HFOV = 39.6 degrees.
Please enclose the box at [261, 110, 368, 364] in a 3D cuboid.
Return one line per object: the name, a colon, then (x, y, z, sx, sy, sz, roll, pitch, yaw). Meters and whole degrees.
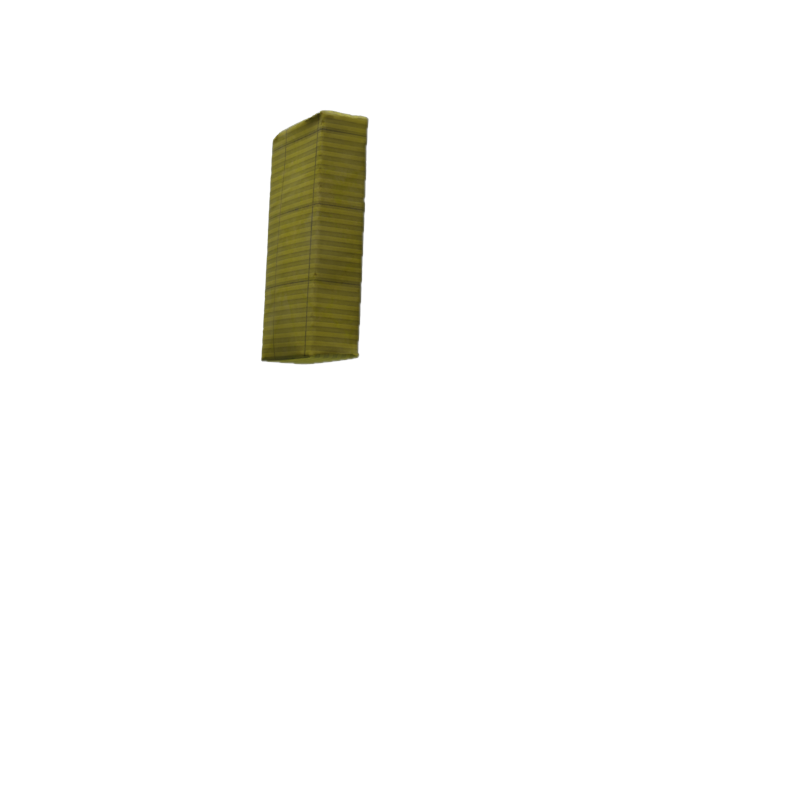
box: (-0.064, -0.116, 0.816, 0.046, 0.180, 0.095, 4, -8, -29)
